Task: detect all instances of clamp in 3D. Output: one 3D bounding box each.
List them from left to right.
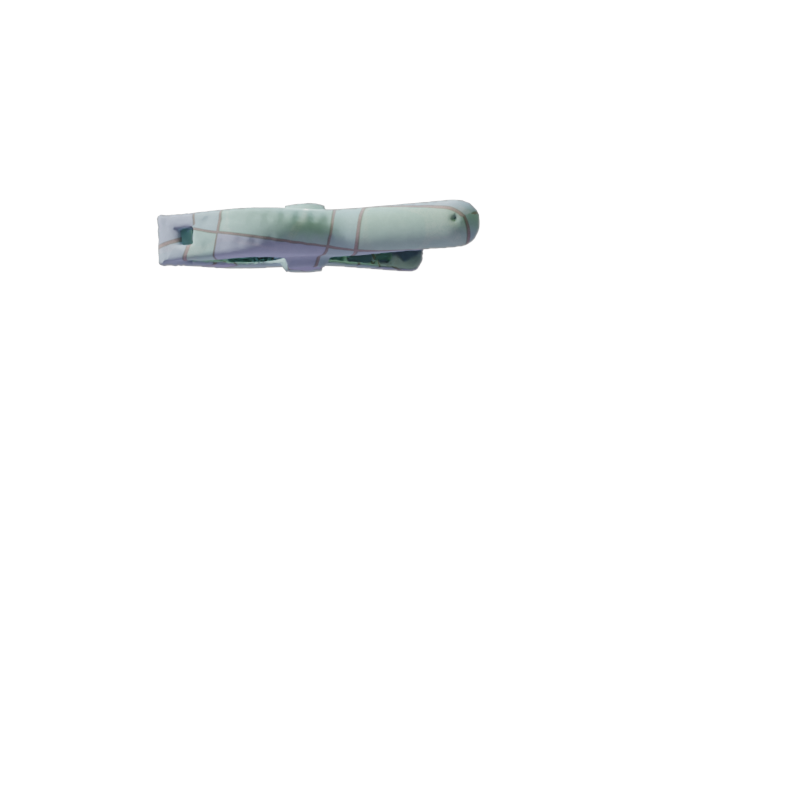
[{"bbox_3d":[-0.049,-0.090,0.629,0.171,0.040,0.117,0,-8,-3],"label":"clamp"}]
